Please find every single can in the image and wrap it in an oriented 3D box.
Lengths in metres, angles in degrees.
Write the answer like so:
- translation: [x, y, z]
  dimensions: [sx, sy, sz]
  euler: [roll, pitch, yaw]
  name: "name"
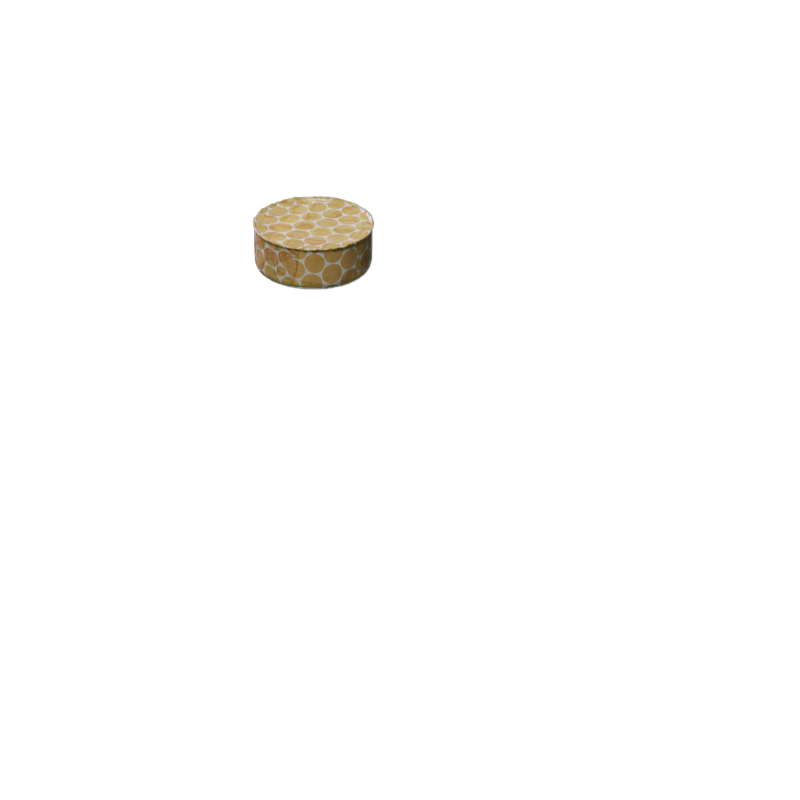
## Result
- translation: [-0.062, -0.113, 0.790]
  dimensions: [0.086, 0.032, 0.091]
  euler: [-1, 33, -2]
  name: "can"
